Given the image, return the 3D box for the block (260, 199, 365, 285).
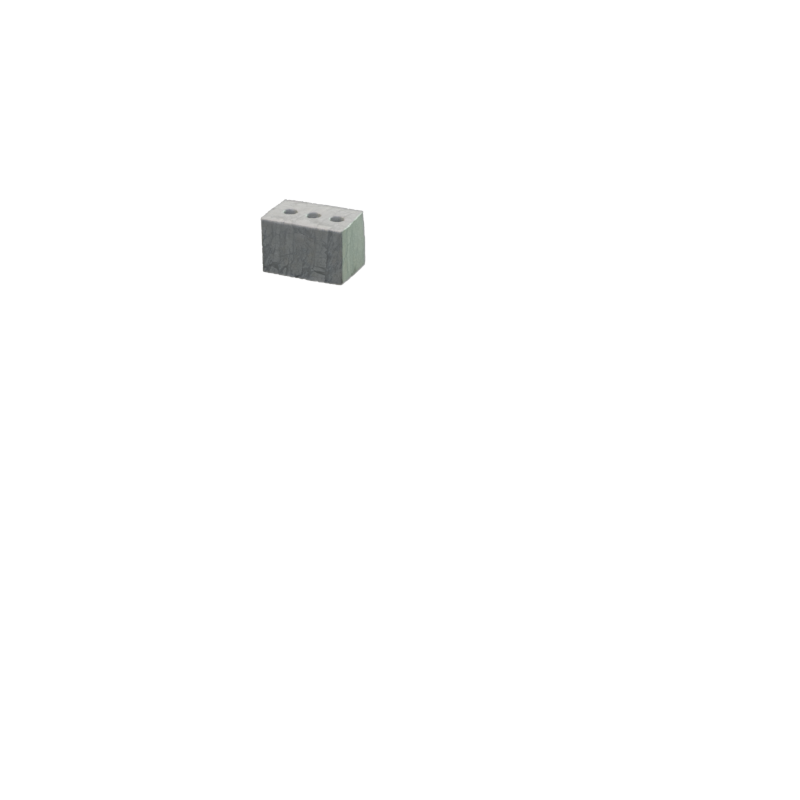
[{"bbox_3d":[-0.075,-0.137,0.958,0.081,0.049,0.054,11,28,19],"label":"block"}]
